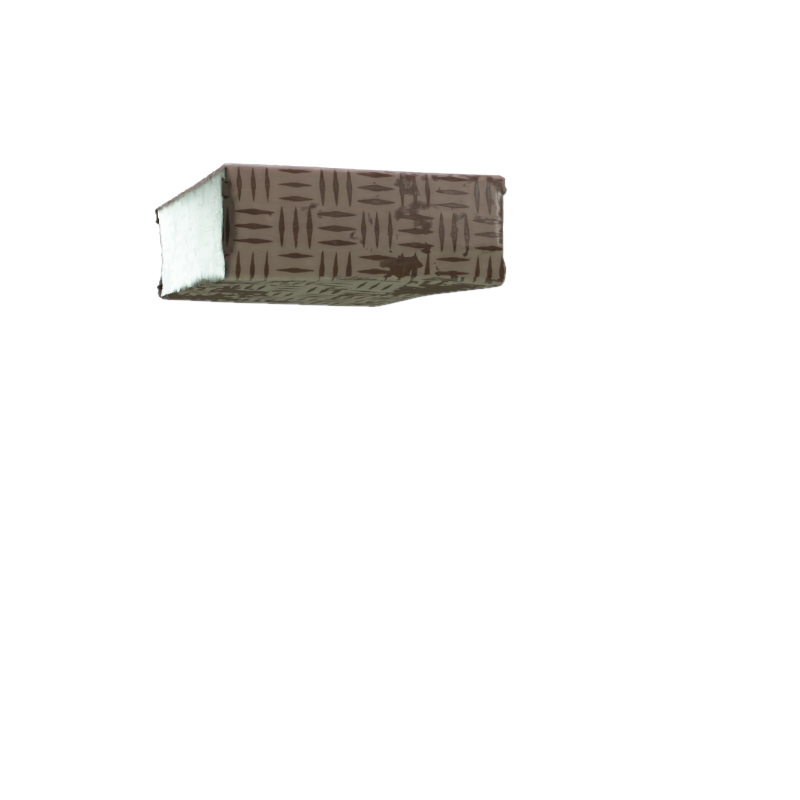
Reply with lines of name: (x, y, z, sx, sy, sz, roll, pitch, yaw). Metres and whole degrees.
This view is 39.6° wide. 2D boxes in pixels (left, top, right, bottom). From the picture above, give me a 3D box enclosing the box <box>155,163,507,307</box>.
box: (-0.029, -0.053, 0.374, 0.087, 0.039, 0.115, 0, 0, -21)
